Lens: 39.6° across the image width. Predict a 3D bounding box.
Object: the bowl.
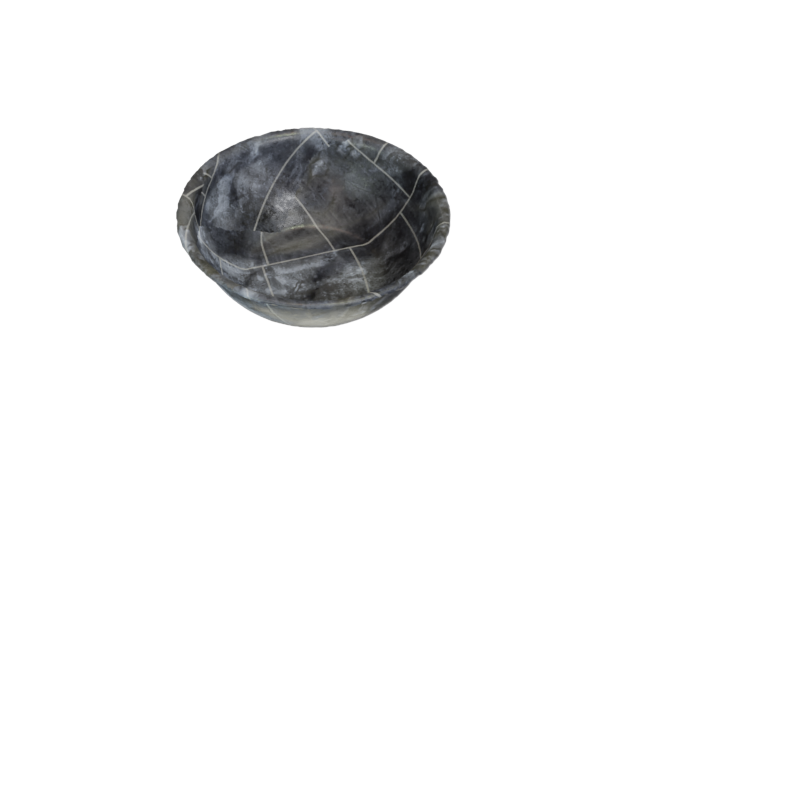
[{"bbox_3d":[-0.052,-0.096,0.670,0.162,0.174,0.051,-1,-44,-1],"label":"bowl"}]
